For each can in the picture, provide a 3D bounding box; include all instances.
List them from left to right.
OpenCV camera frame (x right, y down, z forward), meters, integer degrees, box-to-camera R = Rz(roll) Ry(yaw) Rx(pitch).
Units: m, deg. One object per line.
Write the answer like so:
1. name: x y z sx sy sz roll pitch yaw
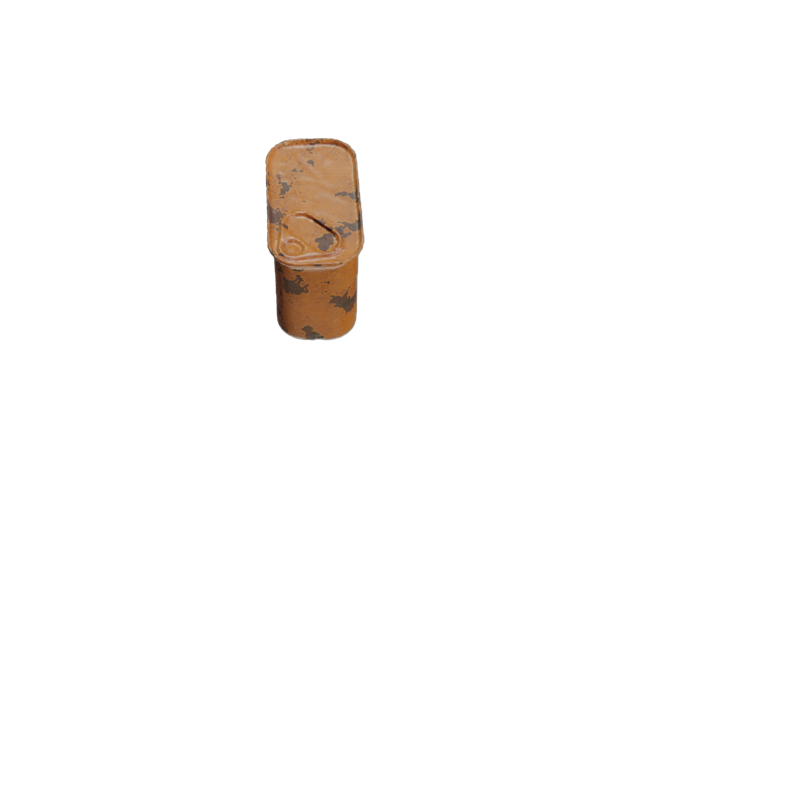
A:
1. can: -0.055 -0.100 0.701 0.057 0.109 0.078 -2 -36 -5
